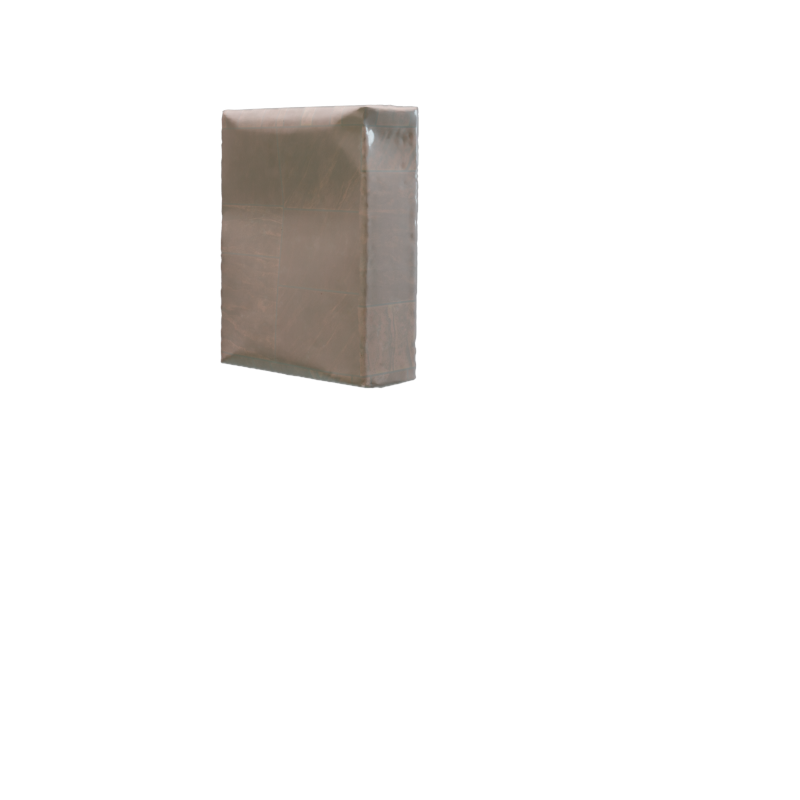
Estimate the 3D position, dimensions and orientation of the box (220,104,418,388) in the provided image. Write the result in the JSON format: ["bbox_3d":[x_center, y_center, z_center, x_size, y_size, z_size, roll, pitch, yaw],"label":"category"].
[{"bbox_3d":[-0.069,-0.126,0.884,0.172,0.211,0.069,7,9,42],"label":"box"}]
